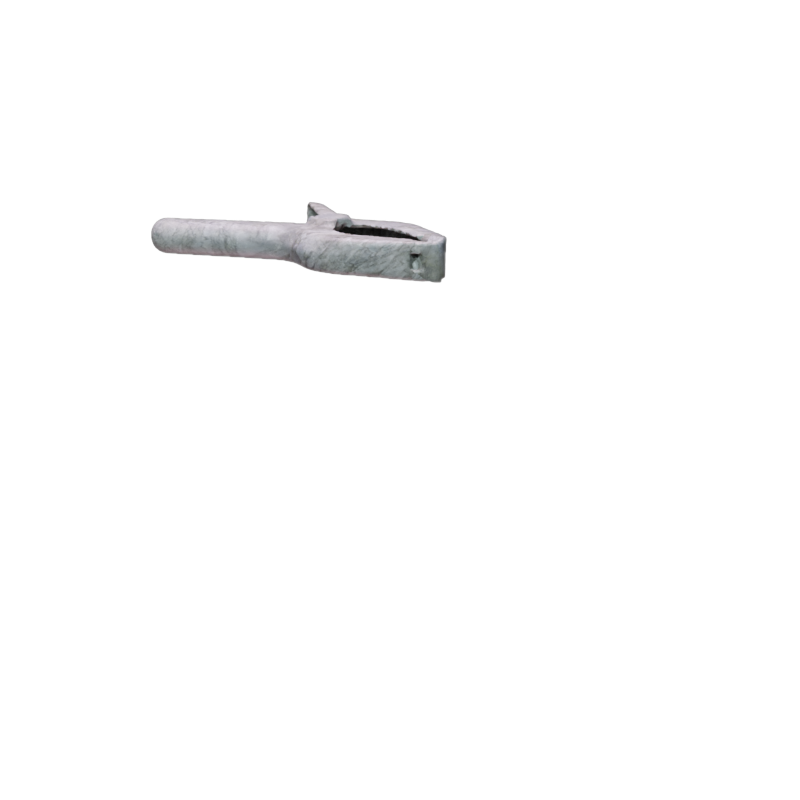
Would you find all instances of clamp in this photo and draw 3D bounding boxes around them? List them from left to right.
[{"bbox_3d":[-0.060,-0.109,0.764,0.160,0.035,0.222,-14,22,-37],"label":"clamp"}]
